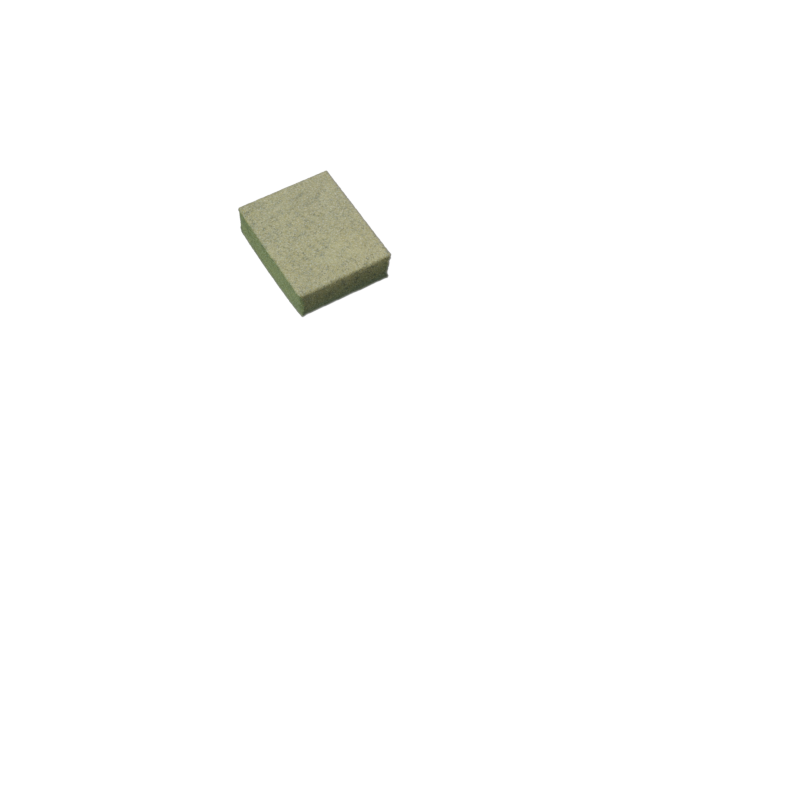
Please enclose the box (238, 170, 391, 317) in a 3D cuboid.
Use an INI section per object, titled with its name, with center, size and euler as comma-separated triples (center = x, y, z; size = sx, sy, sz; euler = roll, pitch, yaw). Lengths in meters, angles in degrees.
[box]
center = -0.075, -0.136, 0.954
size = 0.089, 0.122, 0.036
euler = -26, -29, -17
